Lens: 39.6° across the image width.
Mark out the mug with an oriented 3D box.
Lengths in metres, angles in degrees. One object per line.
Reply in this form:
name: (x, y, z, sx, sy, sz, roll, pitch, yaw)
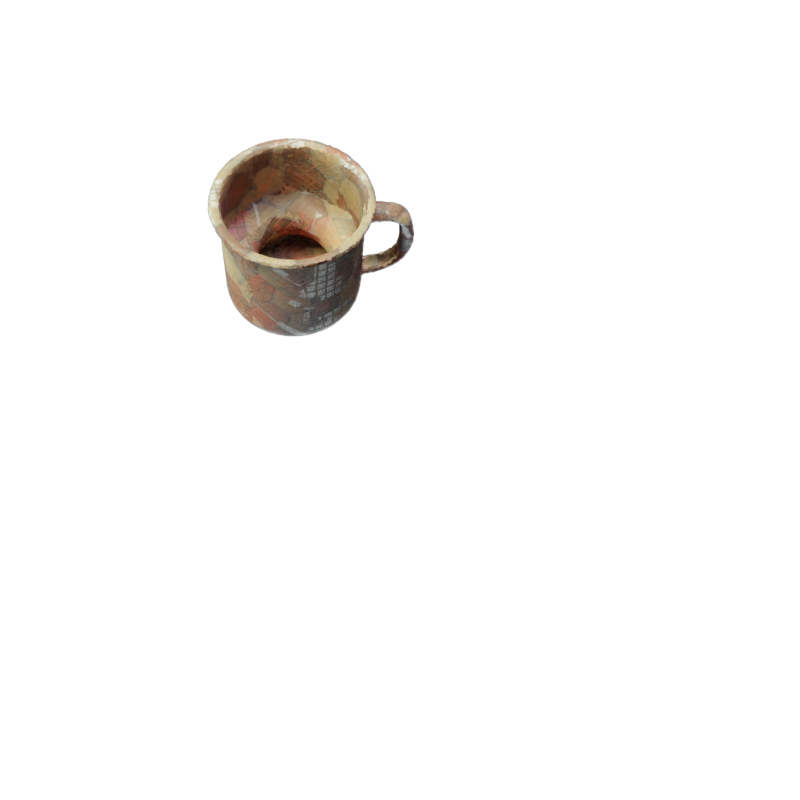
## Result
mug: (-0.050, -0.092, 0.645, 0.116, 0.100, 0.076, -7, -34, -6)
